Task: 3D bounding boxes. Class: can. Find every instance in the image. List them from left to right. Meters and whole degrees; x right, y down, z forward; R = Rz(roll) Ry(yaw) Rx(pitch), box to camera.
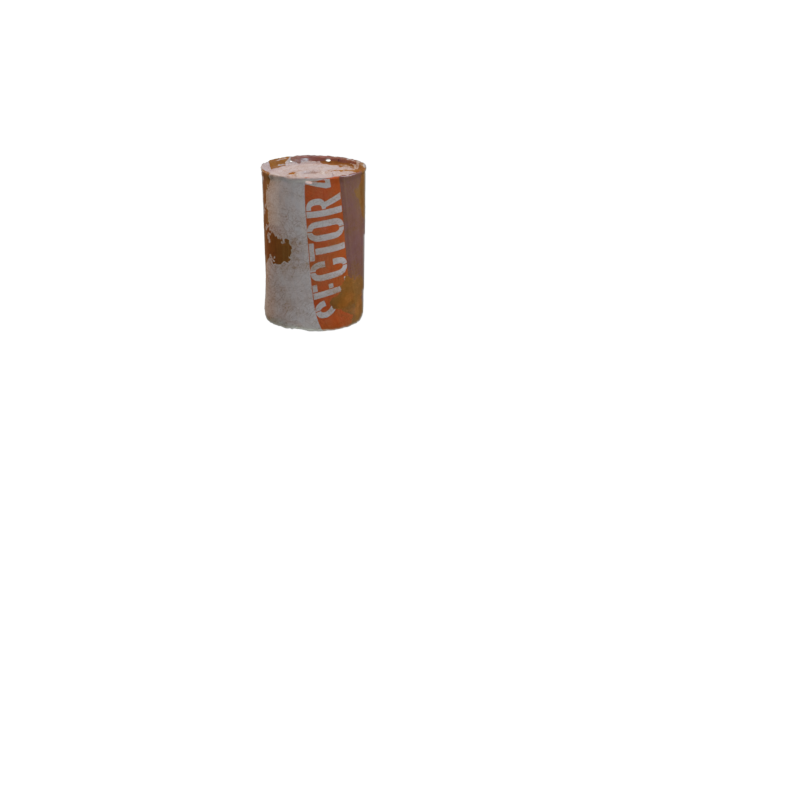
[{"bbox_3d":[-0.057,-0.103,0.724,0.068,0.098,0.071,0,19,-2],"label":"can"}]
